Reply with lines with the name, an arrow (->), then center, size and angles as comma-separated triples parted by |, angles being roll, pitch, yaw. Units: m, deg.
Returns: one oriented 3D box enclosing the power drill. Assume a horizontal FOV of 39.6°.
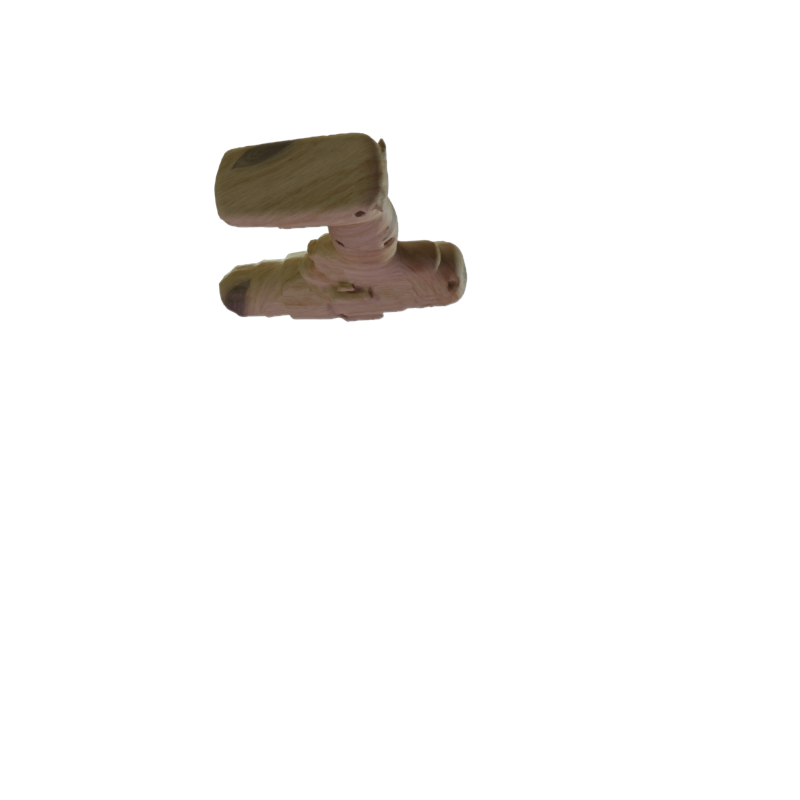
power drill -> -0.059, -0.107, 0.749 | 0.187, 0.060, 0.176 | -5, -19, 14
